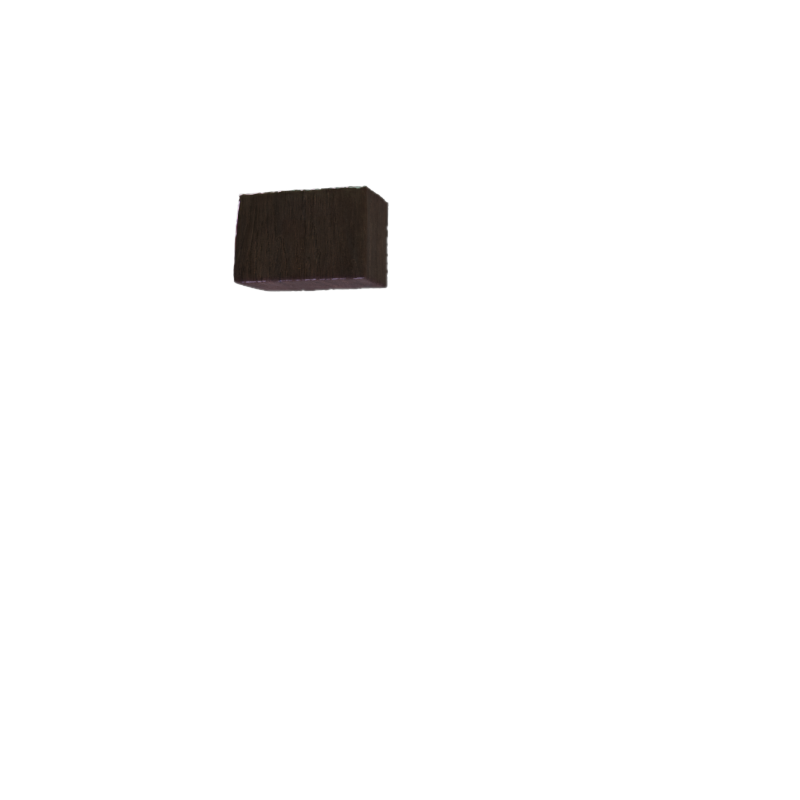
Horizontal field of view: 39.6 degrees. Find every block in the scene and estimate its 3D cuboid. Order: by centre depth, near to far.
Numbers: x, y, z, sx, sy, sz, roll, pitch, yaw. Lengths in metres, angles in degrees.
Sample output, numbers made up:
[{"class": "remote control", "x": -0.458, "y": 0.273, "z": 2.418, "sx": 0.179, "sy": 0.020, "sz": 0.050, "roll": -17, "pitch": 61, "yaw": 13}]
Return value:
[{"class": "block", "x": -0.050, "y": -0.090, "z": 0.634, "sx": 0.079, "sy": 0.052, "sz": 0.051, "roll": -1, "pitch": -5, "yaw": 16}]
